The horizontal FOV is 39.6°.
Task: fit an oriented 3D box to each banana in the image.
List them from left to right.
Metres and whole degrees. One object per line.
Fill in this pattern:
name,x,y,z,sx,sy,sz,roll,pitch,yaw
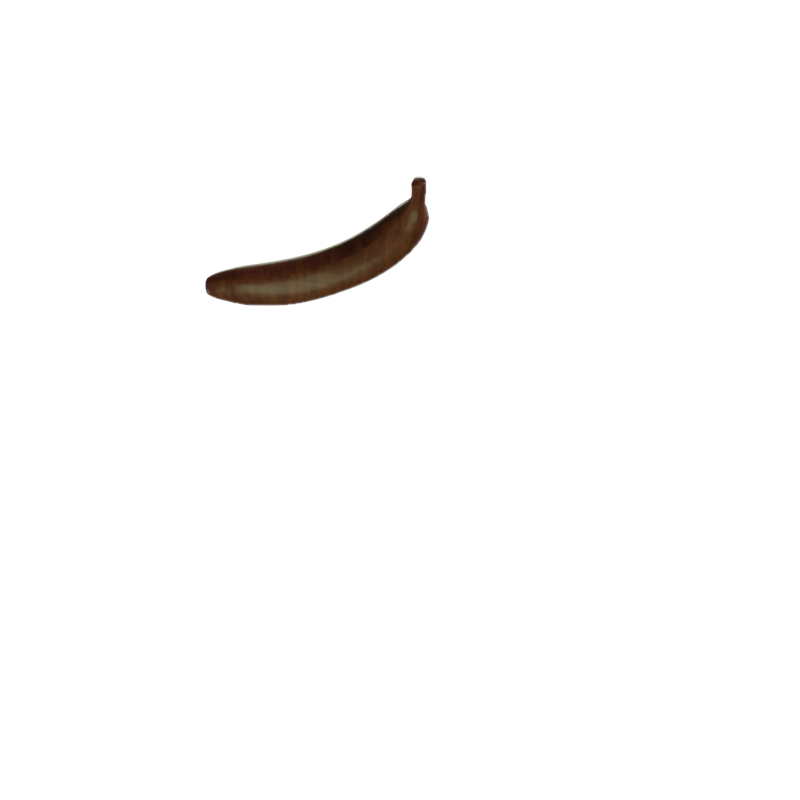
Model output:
banana,-0.054,-0.112,0.860,0.198,0.065,0.039,-24,36,18
